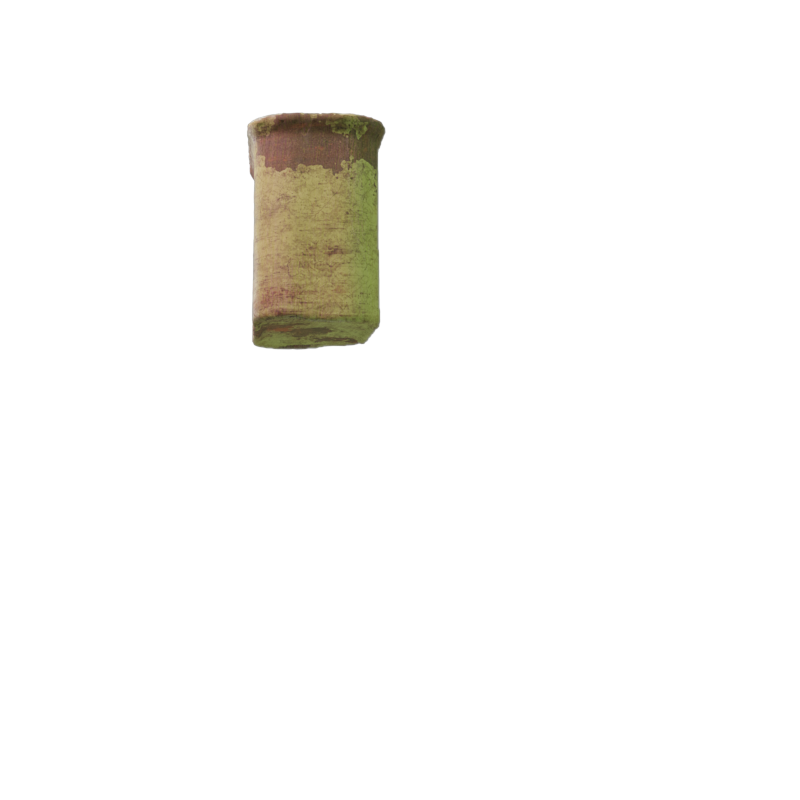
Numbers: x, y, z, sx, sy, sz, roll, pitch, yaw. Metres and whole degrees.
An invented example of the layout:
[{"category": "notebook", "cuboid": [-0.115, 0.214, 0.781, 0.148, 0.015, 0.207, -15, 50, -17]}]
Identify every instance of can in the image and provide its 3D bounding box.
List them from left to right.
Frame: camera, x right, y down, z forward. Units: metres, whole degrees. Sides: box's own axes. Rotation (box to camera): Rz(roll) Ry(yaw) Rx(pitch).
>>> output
[{"category": "can", "cuboid": [-0.038, -0.069, 0.482, 0.057, 0.086, 0.100, 0, -7, -6]}]
